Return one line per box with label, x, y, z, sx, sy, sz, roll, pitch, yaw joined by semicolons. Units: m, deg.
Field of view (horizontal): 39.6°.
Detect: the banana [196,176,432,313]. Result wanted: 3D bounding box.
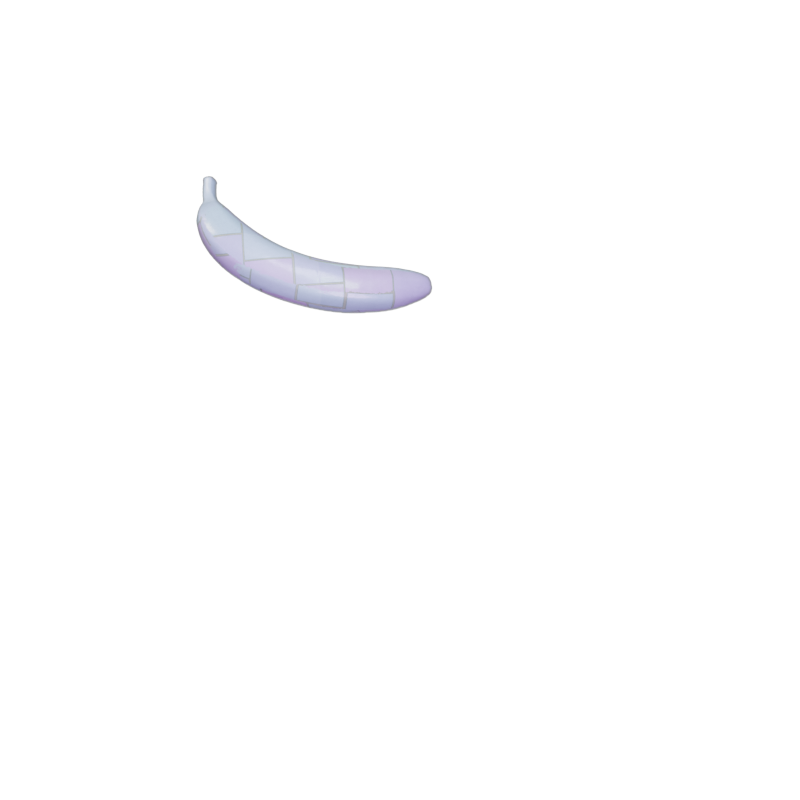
banana;-0.077;-0.104;0.826;0.202;0.071;0.035;27;-18;10
